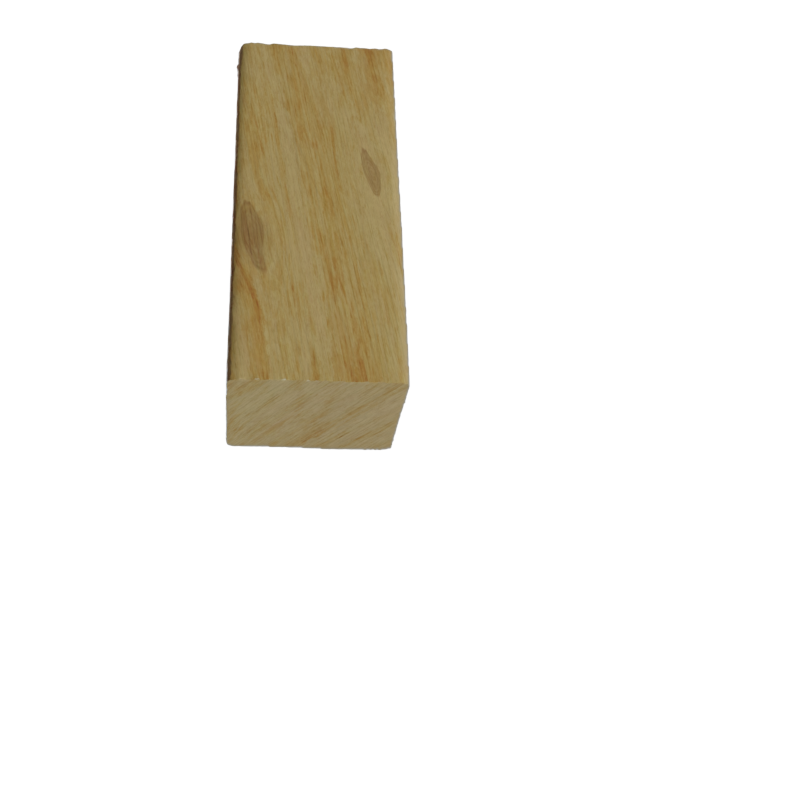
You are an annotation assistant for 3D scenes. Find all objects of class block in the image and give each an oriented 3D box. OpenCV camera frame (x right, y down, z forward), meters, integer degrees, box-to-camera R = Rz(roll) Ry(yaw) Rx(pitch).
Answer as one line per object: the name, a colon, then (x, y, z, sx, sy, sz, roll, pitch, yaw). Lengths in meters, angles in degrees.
block: (-0.048, -0.087, 0.609, 0.090, 0.219, 0.086, 1, -29, -6)
